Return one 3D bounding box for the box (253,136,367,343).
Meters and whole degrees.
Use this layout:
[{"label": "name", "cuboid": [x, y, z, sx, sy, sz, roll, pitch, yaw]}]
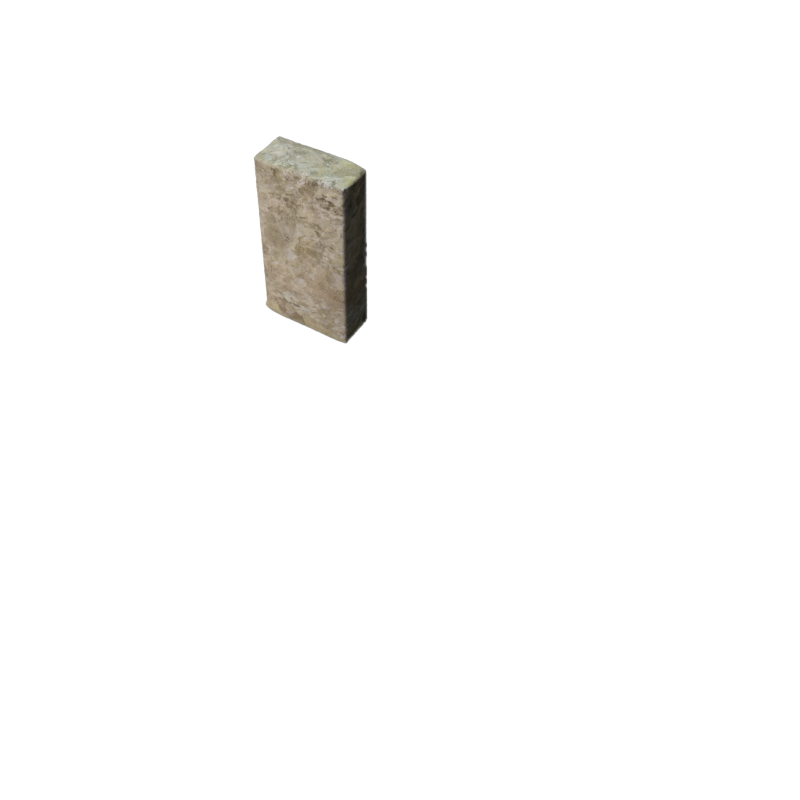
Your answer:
[{"label": "box", "cuboid": [-0.076, -0.140, 0.980, 0.098, 0.164, 0.049, 25, 46, 23]}]
